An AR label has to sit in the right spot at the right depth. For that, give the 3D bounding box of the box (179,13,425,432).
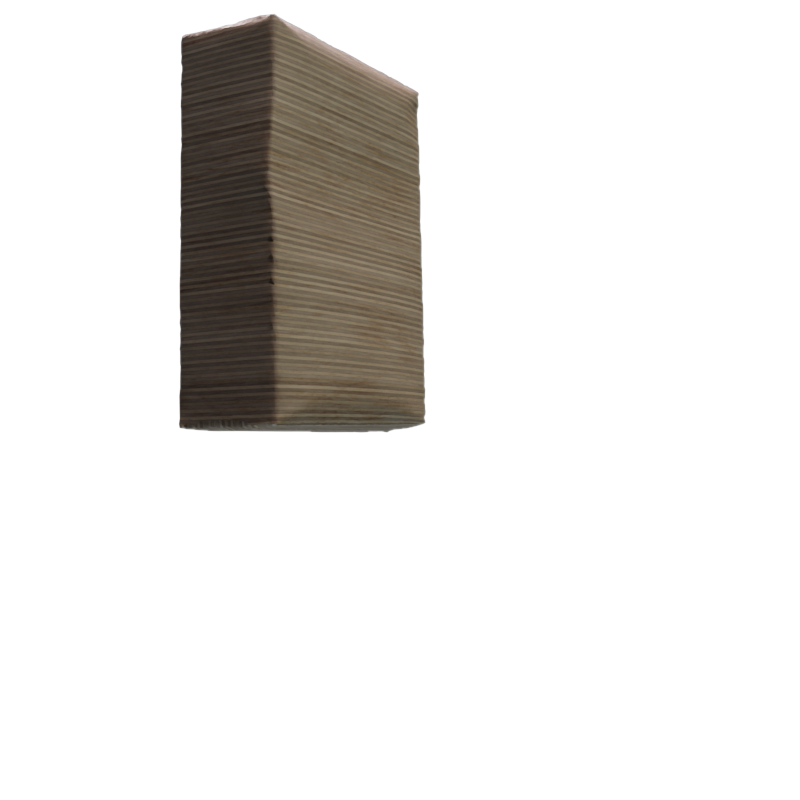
[{"bbox_3d":[-0.050,-0.090,0.632,0.074,0.219,0.156,-6,-9,30],"label":"box"}]
